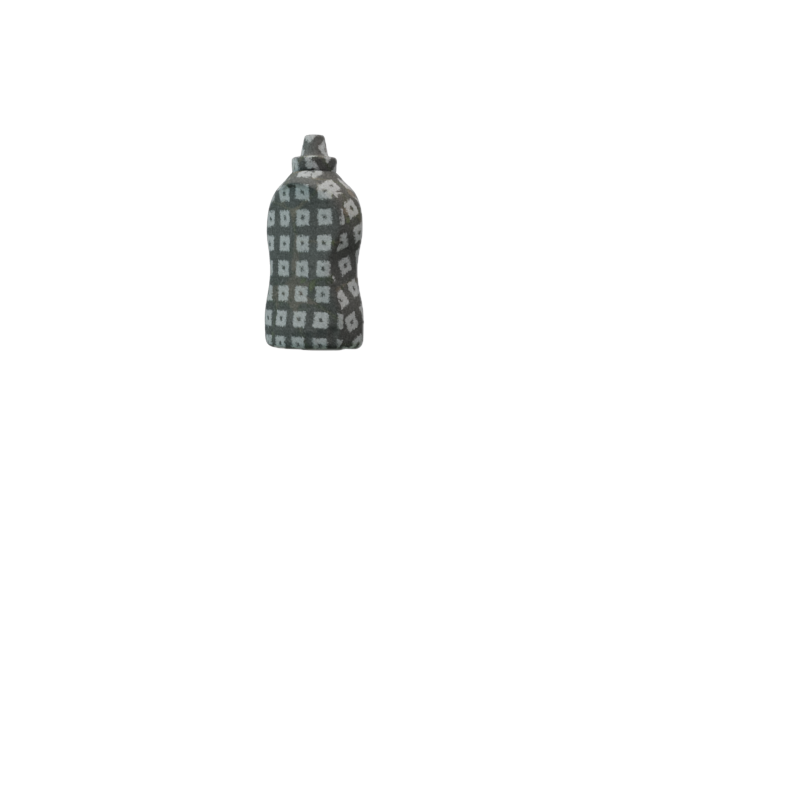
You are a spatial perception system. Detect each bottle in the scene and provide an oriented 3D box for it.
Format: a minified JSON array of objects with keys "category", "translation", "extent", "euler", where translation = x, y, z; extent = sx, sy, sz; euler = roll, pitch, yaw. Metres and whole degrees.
[{"category":"bottle","translation":[-0.078,-0.142,0.996],"extent":[0.100,0.192,0.056],"euler":[0,0,41]}]
